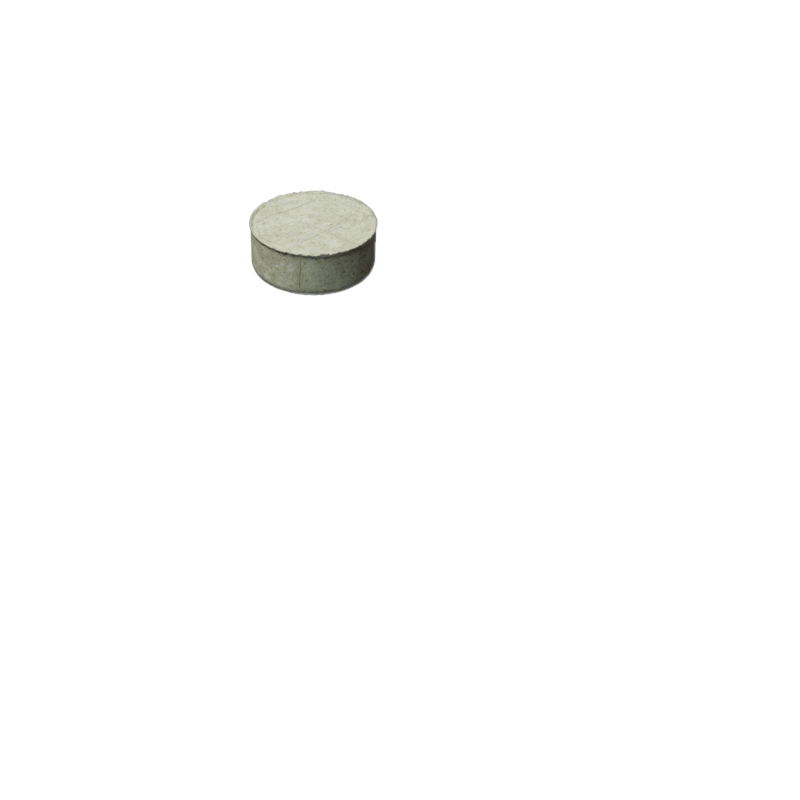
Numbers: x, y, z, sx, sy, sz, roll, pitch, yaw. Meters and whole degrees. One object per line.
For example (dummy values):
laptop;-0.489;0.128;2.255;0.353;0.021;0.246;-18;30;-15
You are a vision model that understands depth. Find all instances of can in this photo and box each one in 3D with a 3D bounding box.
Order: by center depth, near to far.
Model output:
can;-0.059;-0.107;0.747;0.086;0.031;0.092;-1;36;-2
